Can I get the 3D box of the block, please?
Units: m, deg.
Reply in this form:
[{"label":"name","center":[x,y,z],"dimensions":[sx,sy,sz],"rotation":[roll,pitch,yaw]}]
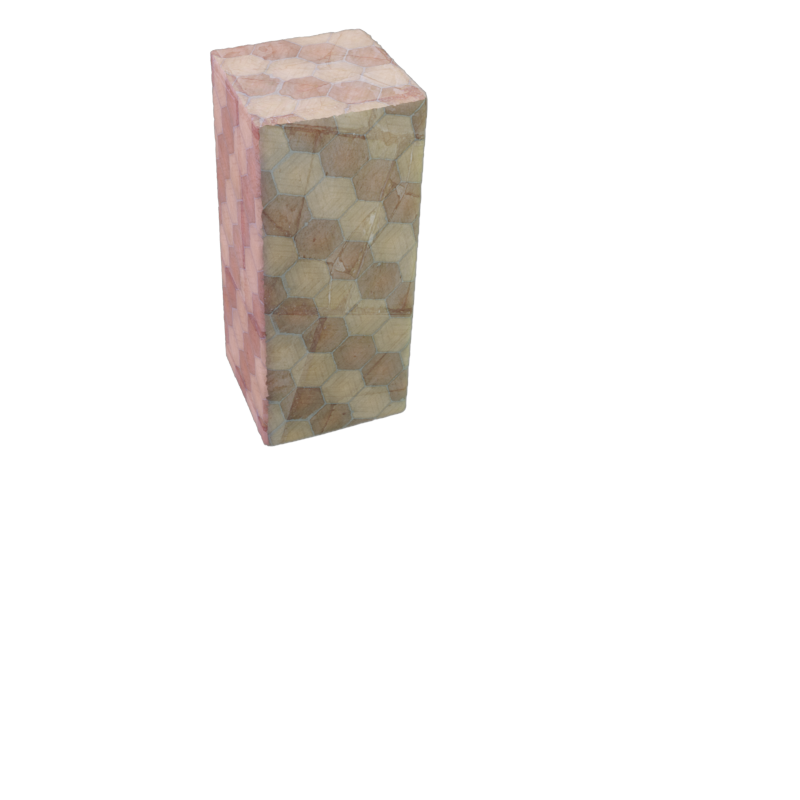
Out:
[{"label":"block","center":[-0.047,-0.088,0.614],"dimensions":[0.089,0.193,0.098],"rotation":[-12,40,-18]}]
